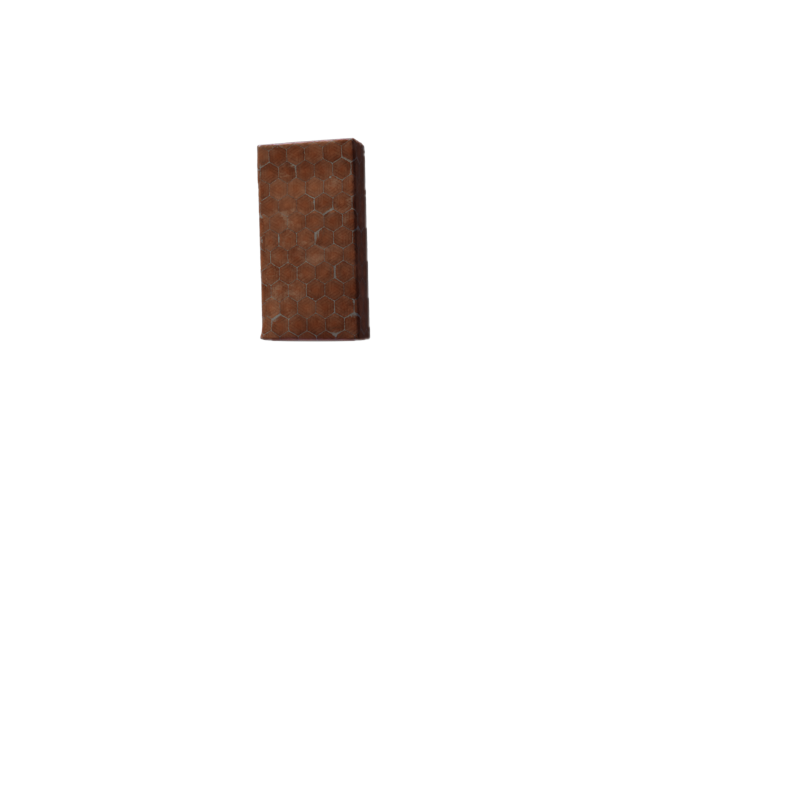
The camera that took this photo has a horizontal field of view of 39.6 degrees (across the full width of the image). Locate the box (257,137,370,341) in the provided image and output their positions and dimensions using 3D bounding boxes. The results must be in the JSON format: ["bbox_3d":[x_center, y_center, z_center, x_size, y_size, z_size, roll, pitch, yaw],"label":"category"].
[{"bbox_3d":[-0.077,-0.140,0.984,0.095,0.179,0.046,-1,-5,17],"label":"box"}]
